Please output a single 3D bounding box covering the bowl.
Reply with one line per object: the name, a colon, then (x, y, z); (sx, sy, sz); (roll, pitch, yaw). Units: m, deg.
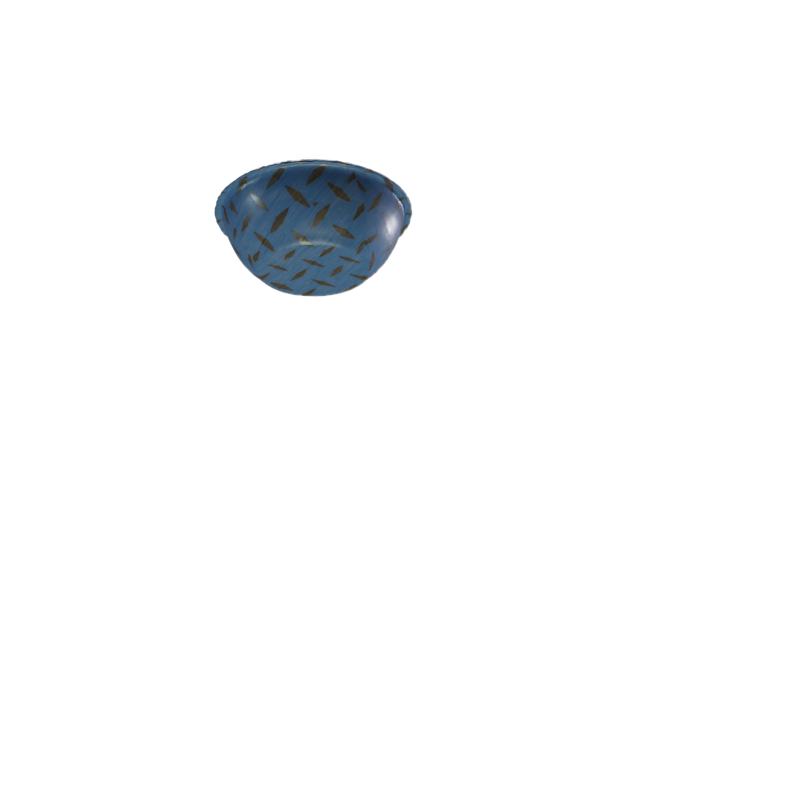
bowl: (-0.070, -0.128, 0.896); (0.162, 0.058, 0.153); (1, -24, -2)
